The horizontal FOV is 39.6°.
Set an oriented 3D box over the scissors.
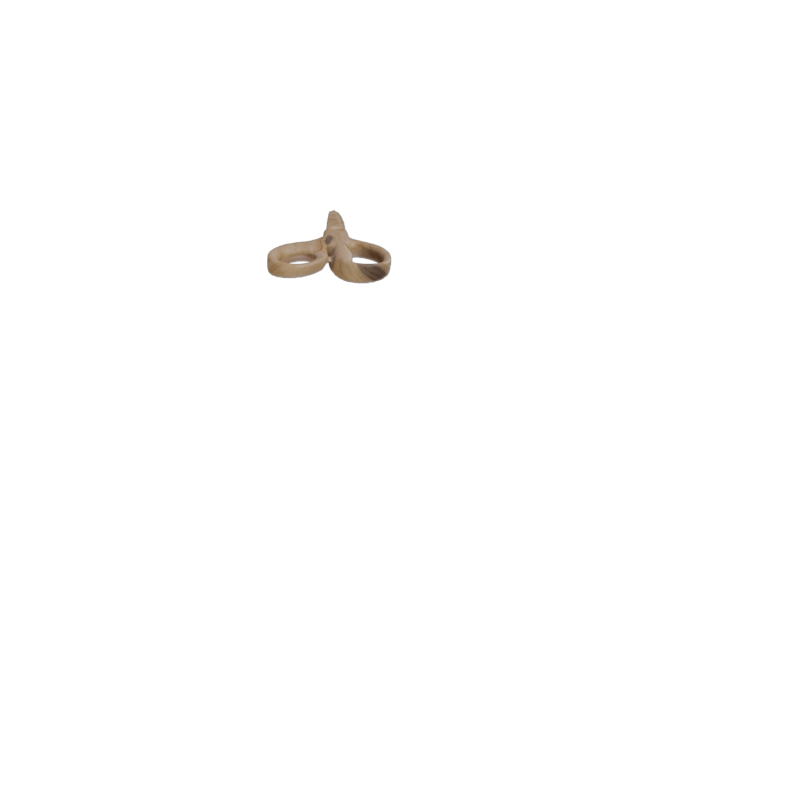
[{"bbox_3d":[-0.066,-0.120,0.844,0.094,0.015,0.213,-6,22,-16],"label":"scissors"}]
